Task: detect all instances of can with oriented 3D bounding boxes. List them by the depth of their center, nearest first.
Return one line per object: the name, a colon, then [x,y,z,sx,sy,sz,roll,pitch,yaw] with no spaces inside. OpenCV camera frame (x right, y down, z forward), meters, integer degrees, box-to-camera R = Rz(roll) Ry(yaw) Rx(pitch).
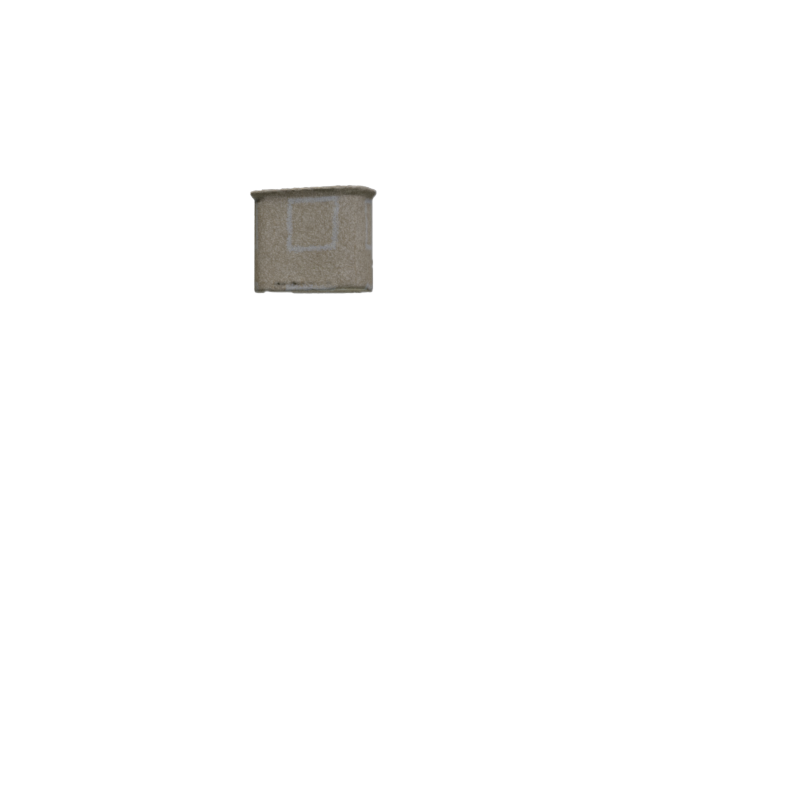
can: [-0.071,-0.130,0.910,0.104,0.085,0.056,0,-2,20]
